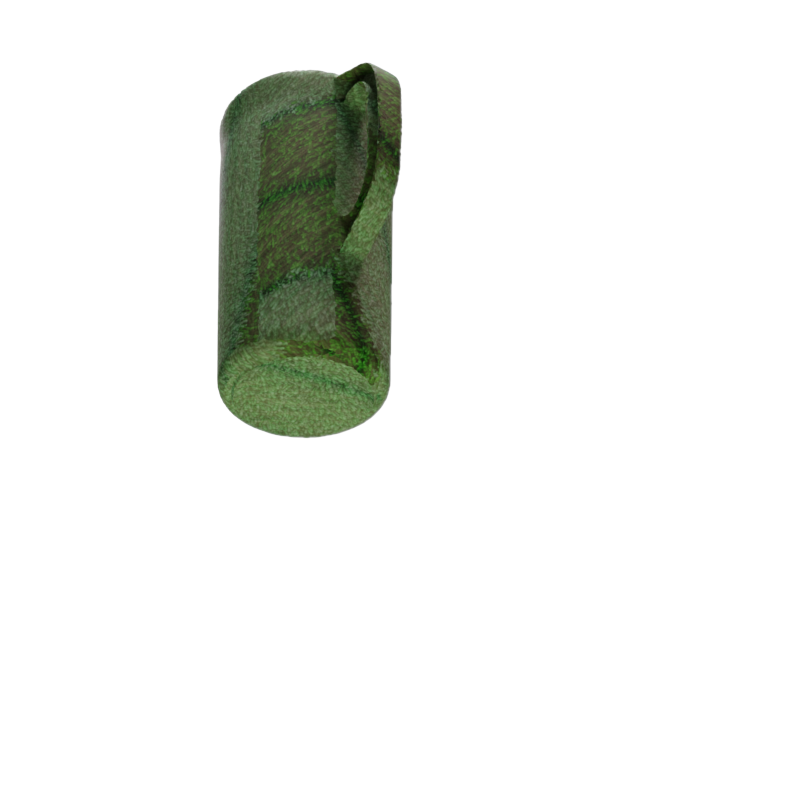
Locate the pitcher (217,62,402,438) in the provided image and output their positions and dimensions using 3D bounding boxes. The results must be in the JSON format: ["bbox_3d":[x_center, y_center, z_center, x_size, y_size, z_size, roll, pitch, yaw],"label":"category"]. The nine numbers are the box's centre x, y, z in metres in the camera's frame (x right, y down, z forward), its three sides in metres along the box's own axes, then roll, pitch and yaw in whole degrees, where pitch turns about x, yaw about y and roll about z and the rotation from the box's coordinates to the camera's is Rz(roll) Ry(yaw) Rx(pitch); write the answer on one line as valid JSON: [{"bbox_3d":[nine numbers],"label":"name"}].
[{"bbox_3d":[-0.059,-0.108,0.754,0.146,0.261,0.138,-8,-39,6],"label":"pitcher"}]
